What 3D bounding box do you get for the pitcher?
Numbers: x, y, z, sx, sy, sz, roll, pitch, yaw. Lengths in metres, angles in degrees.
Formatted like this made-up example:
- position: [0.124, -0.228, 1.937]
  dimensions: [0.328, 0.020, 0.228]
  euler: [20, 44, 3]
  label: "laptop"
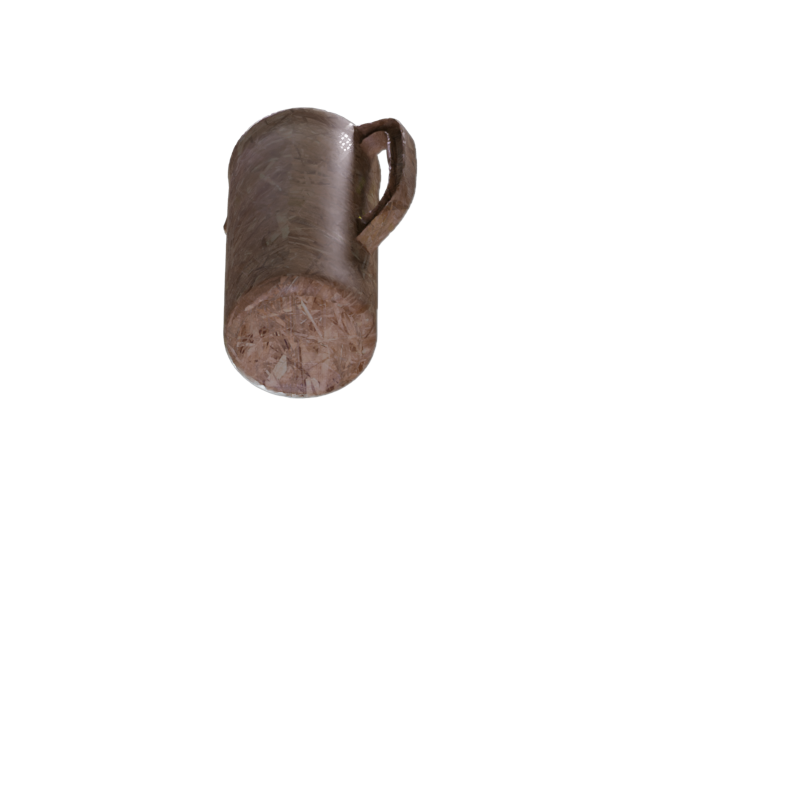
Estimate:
- position: [-0.067, -0.123, 0.859]
  dimensions: [0.143, 0.141, 0.260]
  euler: [7, 37, -9]
  label: "pitcher"
